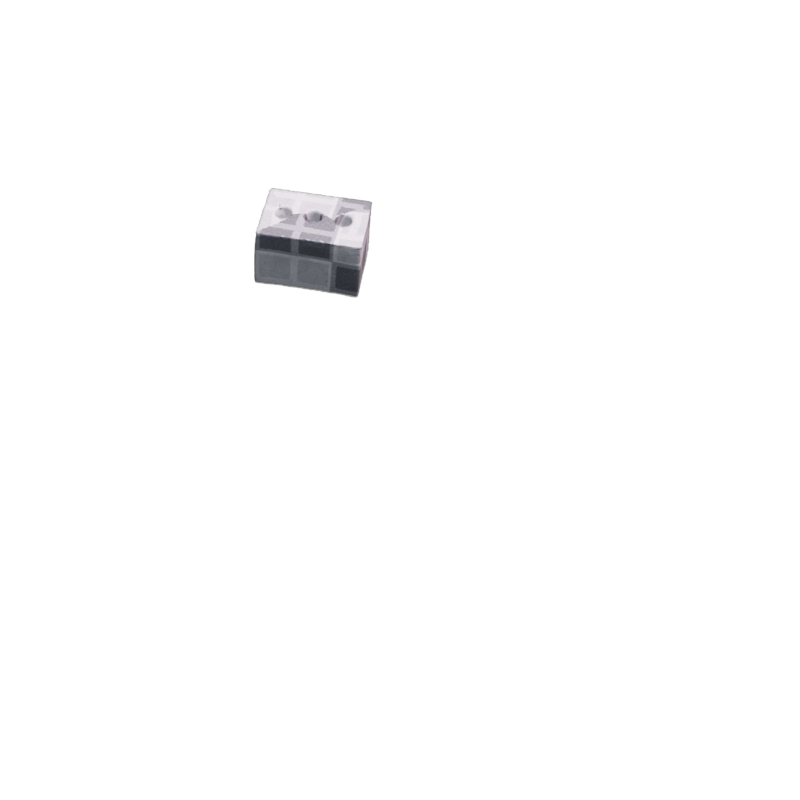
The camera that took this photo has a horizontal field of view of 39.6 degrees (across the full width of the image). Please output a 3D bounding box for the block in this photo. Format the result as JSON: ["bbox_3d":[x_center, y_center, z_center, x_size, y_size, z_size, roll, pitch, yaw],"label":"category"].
[{"bbox_3d":[-0.063,-0.115,0.804,0.079,0.056,0.048,8,-42,6],"label":"block"}]
